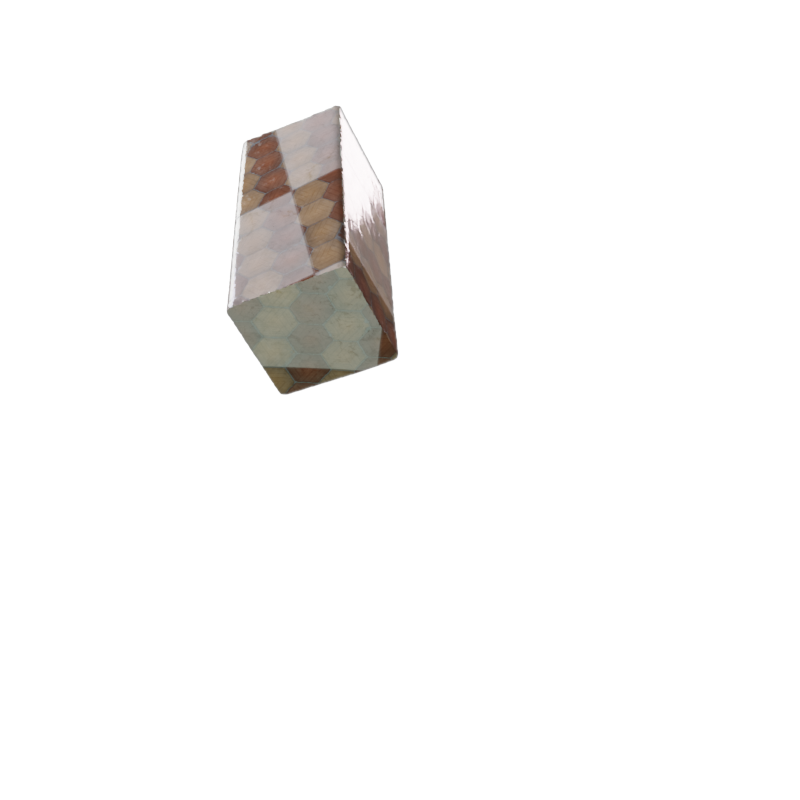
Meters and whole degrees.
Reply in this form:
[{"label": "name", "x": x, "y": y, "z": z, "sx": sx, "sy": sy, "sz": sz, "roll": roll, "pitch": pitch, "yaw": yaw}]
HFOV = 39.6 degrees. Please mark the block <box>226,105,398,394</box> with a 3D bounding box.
[{"label": "block", "x": -0.065, "y": -0.116, "z": 0.819, "sx": 0.091, "sy": 0.084, "sz": 0.221, "roll": -19, "pitch": 40, "yaw": 13}]
